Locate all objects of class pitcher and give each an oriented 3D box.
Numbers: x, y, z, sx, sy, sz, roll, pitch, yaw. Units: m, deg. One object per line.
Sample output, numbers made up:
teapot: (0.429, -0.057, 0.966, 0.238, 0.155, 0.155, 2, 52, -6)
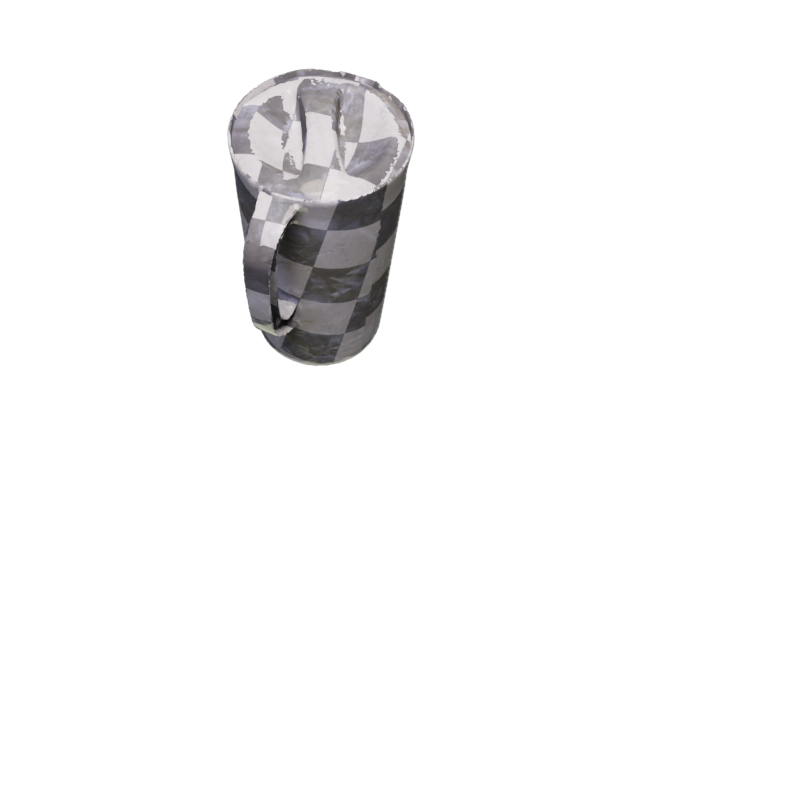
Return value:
pitcher: (-0.068, -0.124, 0.871, 0.148, 0.156, 0.227, -18, -31, -14)
